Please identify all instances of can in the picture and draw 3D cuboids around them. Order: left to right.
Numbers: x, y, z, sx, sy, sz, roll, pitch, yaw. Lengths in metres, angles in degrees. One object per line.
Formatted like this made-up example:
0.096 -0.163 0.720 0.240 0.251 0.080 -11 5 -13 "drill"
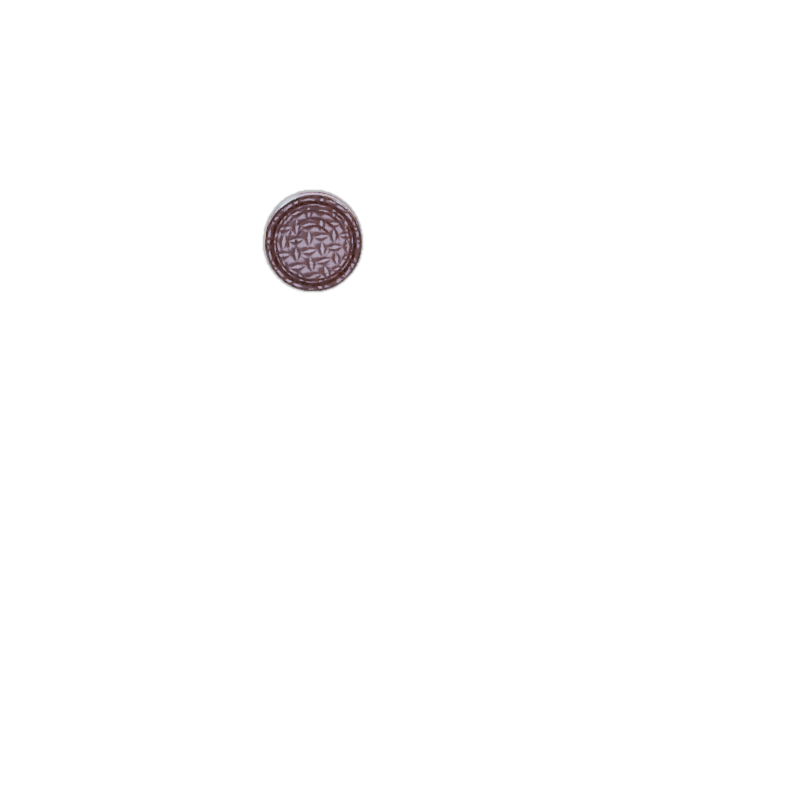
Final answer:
-0.075 -0.137 0.961 0.086 0.084 0.034 0 8 -1 "can"
